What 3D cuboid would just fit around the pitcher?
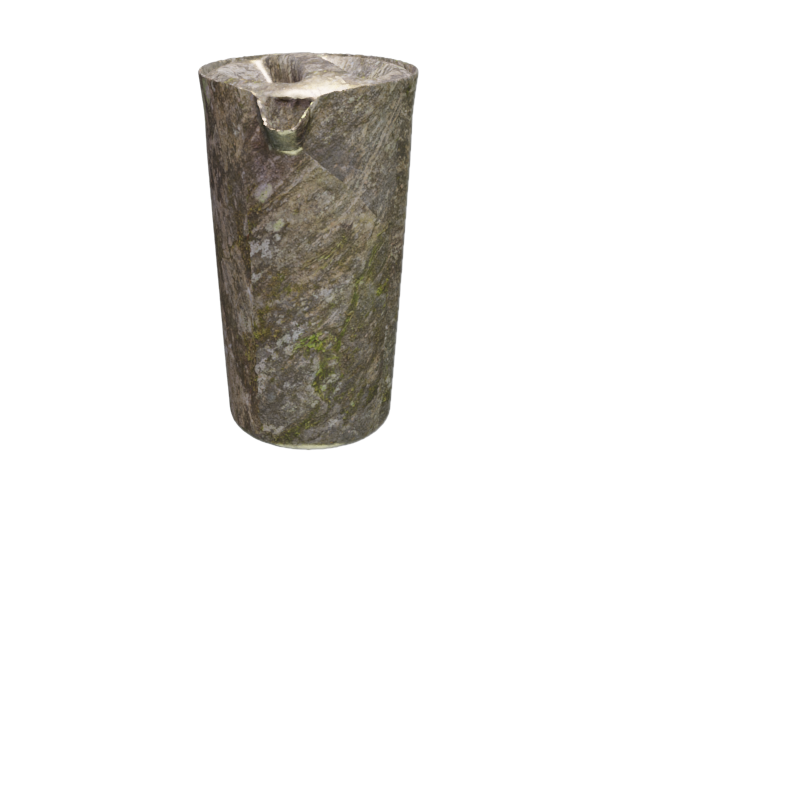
[{"bbox_3d":[-0.056,-0.103,0.718,0.146,0.232,0.155,-15,27,-36],"label":"pitcher"}]
